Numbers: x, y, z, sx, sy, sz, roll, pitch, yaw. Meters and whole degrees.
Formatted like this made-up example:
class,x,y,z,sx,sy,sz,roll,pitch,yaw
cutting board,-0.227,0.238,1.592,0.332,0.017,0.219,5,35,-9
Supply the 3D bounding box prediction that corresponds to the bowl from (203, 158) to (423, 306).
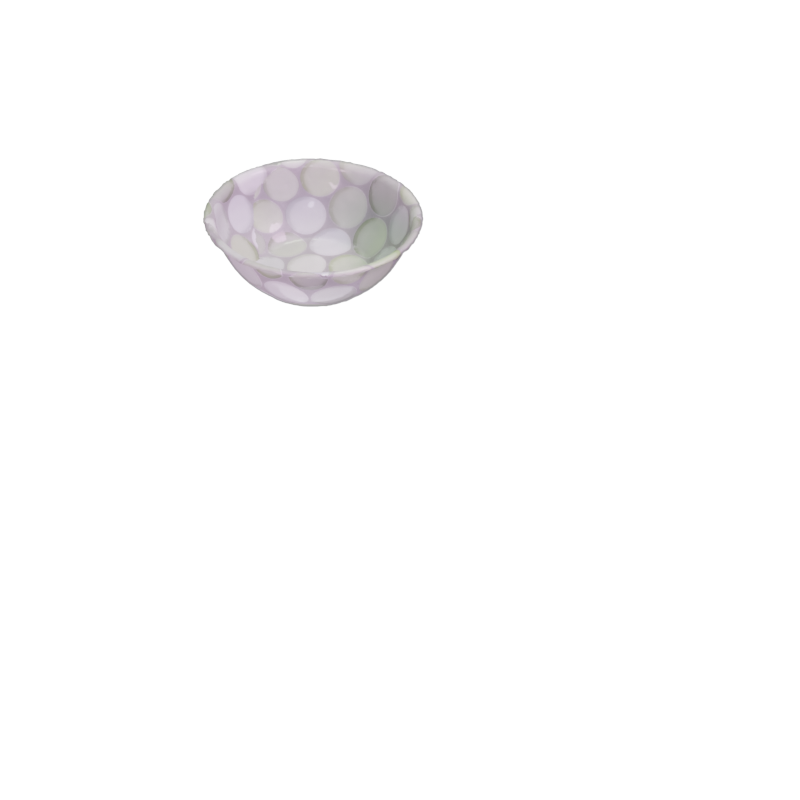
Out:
class,x,y,z,sx,sy,sz,roll,pitch,yaw
bowl,-0.065,-0.119,0.830,0.162,0.051,0.174,-1,39,-2
